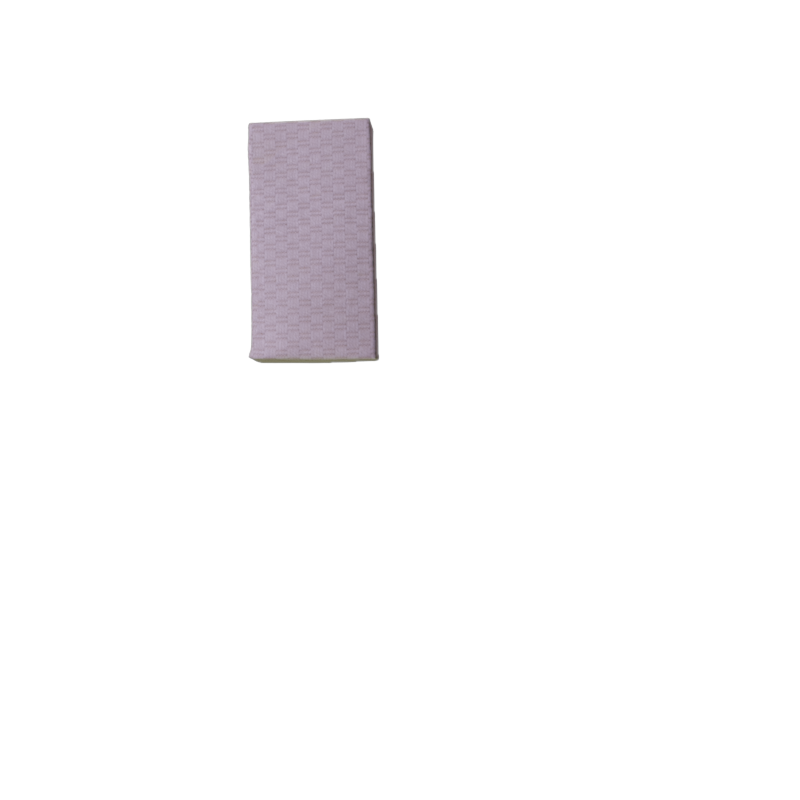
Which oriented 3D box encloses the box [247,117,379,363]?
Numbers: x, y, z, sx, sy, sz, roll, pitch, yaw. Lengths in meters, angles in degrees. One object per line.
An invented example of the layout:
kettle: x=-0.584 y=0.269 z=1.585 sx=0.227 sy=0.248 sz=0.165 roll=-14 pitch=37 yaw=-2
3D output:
box: x=-0.064 y=-0.117 z=0.817 sx=0.094 sy=0.180 sz=0.047 roll=-1 pitch=-9 yaw=5
